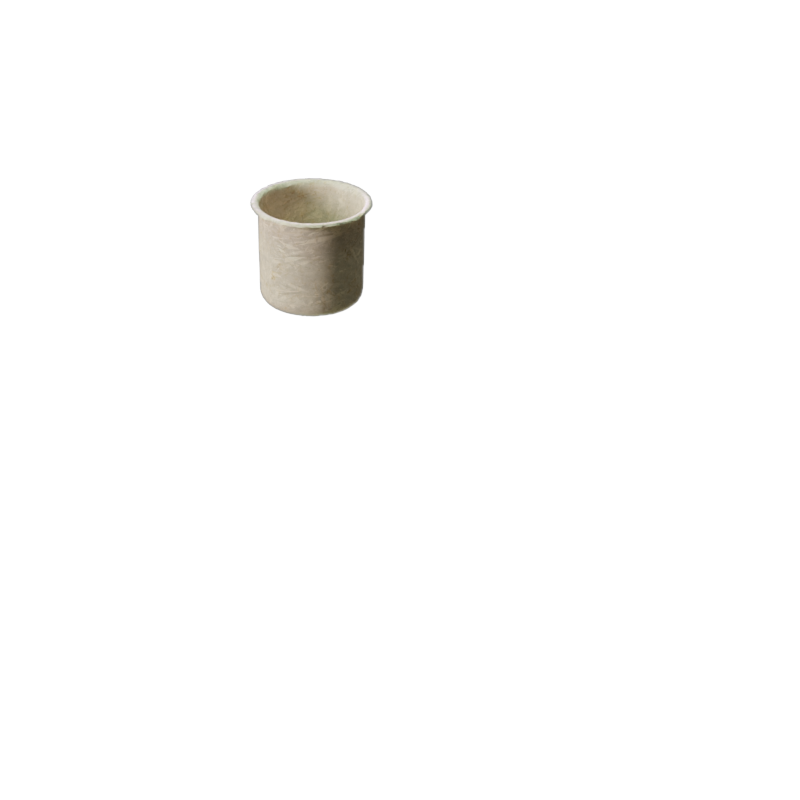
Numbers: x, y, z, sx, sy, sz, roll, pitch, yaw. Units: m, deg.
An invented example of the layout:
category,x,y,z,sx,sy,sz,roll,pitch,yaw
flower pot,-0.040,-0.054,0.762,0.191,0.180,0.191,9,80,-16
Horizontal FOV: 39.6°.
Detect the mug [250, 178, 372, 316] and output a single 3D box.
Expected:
category,x,y,z,sx,sy,sz,roll,pitch,yaw
mug,-0.068,-0.124,0.871,0.094,0.077,0.123,3,30,3
